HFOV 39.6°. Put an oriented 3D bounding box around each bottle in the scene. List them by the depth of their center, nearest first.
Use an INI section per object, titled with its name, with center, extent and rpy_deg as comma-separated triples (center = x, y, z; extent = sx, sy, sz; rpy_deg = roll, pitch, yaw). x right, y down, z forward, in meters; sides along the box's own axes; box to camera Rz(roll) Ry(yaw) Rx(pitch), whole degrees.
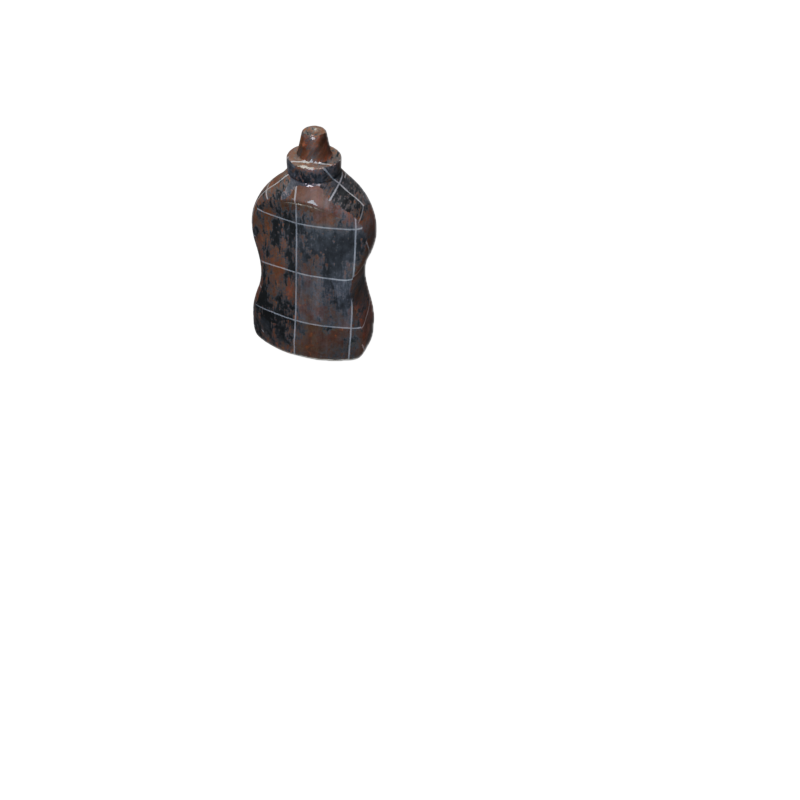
[bottle]
center = -0.067, -0.123, 0.857
extent = 0.099, 0.179, 0.060
rpy_deg = 15, 38, 16
